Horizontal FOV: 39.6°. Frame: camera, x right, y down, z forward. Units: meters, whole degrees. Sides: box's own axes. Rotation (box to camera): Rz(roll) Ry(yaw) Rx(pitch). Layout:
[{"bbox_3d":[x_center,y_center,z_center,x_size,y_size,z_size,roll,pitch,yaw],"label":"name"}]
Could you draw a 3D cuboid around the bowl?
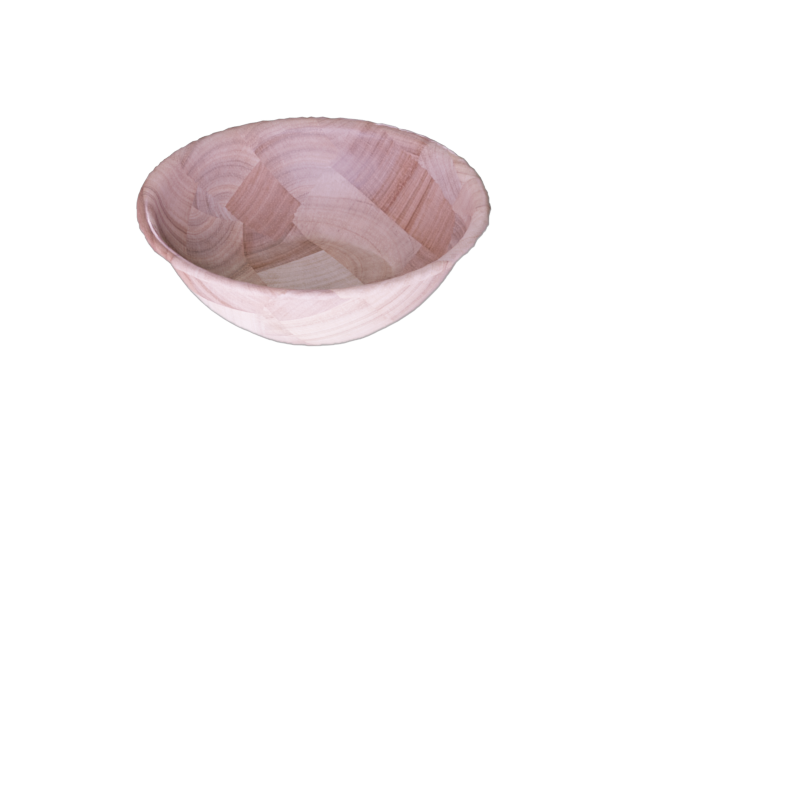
[{"bbox_3d":[-0.041,-0.075,0.522,0.162,0.051,0.173,-1,38,-2],"label":"bowl"}]
